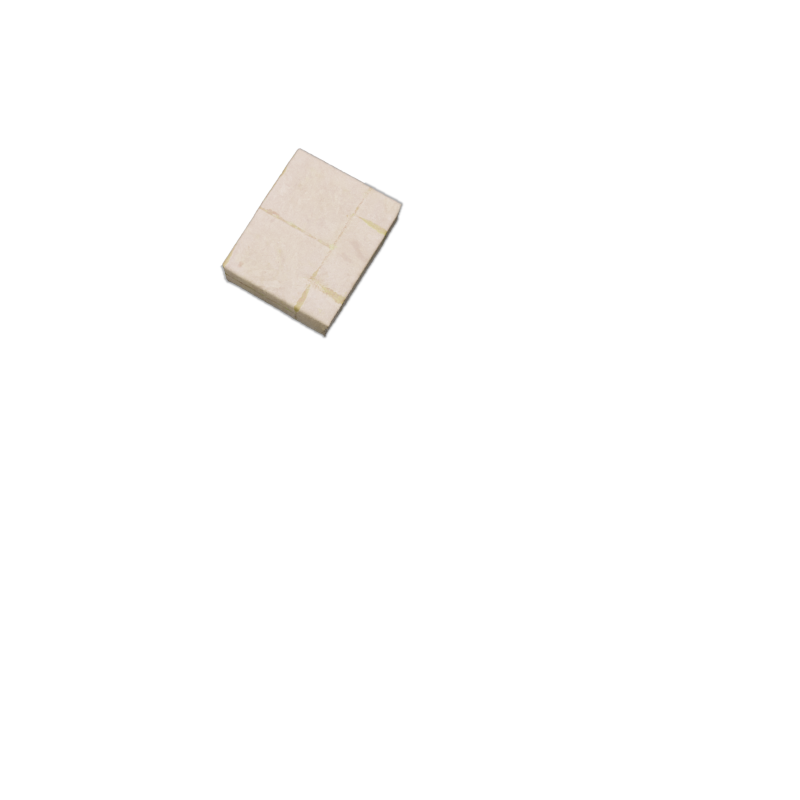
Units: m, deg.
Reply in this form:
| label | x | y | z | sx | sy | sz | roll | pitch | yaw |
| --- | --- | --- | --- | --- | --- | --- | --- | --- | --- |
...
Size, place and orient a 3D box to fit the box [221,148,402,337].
| label | x | y | z | sx | sy | sz | roll | pitch | yaw |
| --- | --- | --- | --- | --- | --- | --- | --- | --- | --- |
| box | -0.064 | -0.117 | 0.816 | 0.092 | 0.116 | 0.037 | 28 | -16 | 8 |
